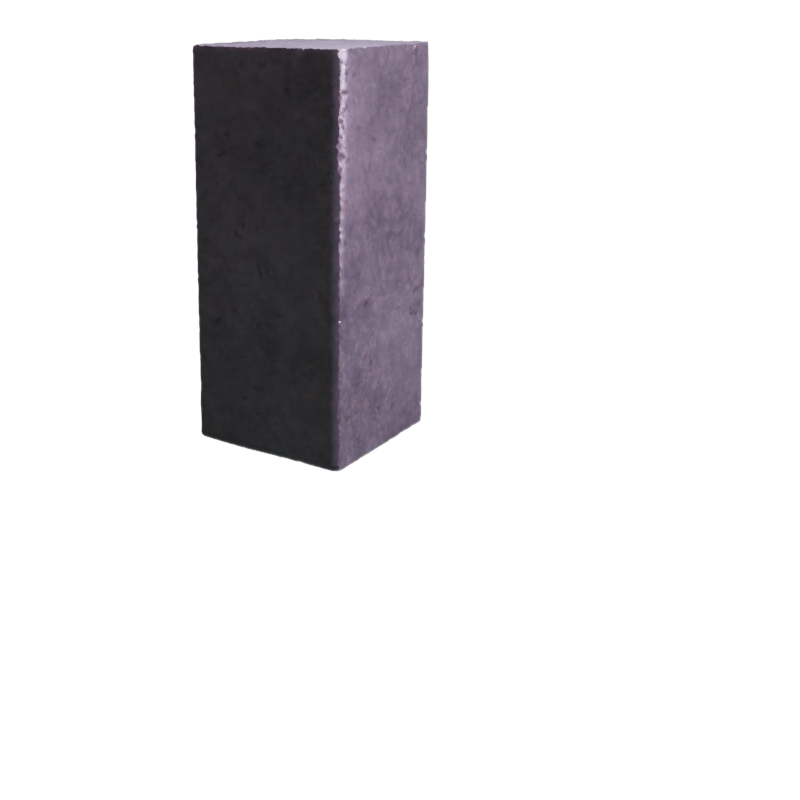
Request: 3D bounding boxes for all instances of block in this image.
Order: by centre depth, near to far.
[{"bbox_3d":[-0.045,-0.083,0.580,0.094,0.200,0.089,9,16,31],"label":"block"}]
